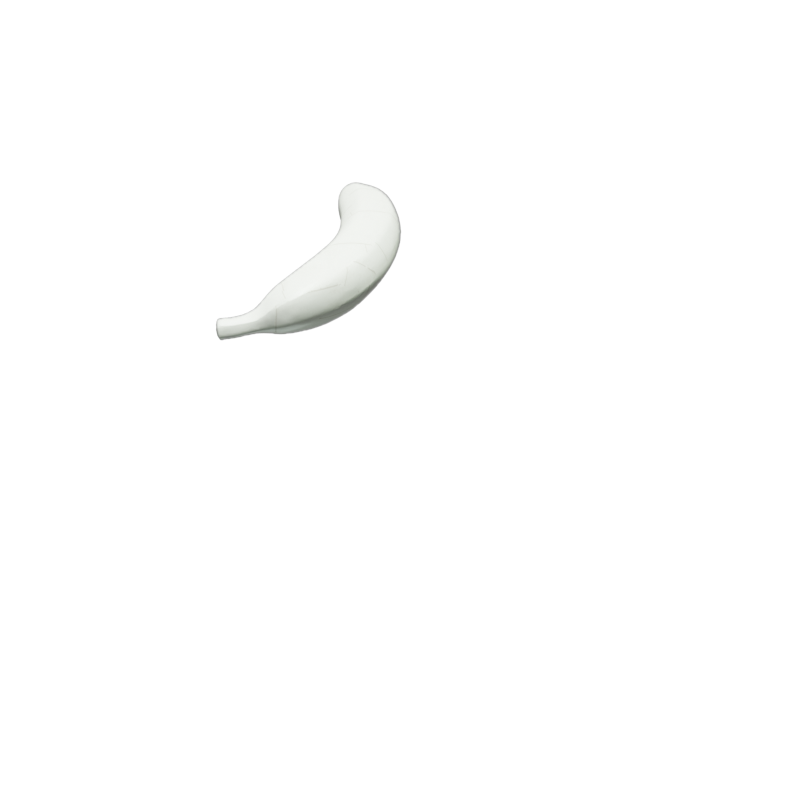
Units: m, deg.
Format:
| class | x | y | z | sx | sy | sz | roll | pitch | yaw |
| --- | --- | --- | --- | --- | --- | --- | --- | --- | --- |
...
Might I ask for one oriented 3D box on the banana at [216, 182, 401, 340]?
| class | x | y | z | sx | sy | sz | roll | pitch | yaw |
| --- | --- | --- | --- | --- | --- | --- | --- | --- | --- |
| banana | -0.036 | -0.089 | 0.655 | 0.072 | 0.035 | 0.203 | 10 | 33 | 16 |
